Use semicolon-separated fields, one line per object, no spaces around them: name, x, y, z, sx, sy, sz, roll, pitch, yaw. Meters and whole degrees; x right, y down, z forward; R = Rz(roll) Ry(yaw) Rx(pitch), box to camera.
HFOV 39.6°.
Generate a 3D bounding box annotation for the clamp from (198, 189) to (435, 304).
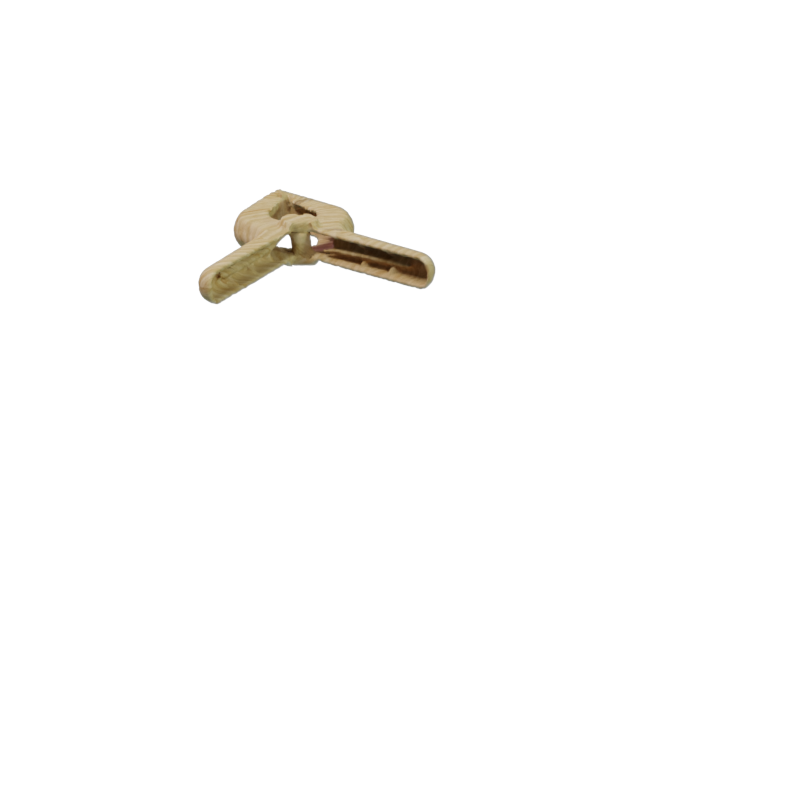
clamp;-0.066;-0.121;0.847;0.164;0.035;0.221;-2;24;-5
